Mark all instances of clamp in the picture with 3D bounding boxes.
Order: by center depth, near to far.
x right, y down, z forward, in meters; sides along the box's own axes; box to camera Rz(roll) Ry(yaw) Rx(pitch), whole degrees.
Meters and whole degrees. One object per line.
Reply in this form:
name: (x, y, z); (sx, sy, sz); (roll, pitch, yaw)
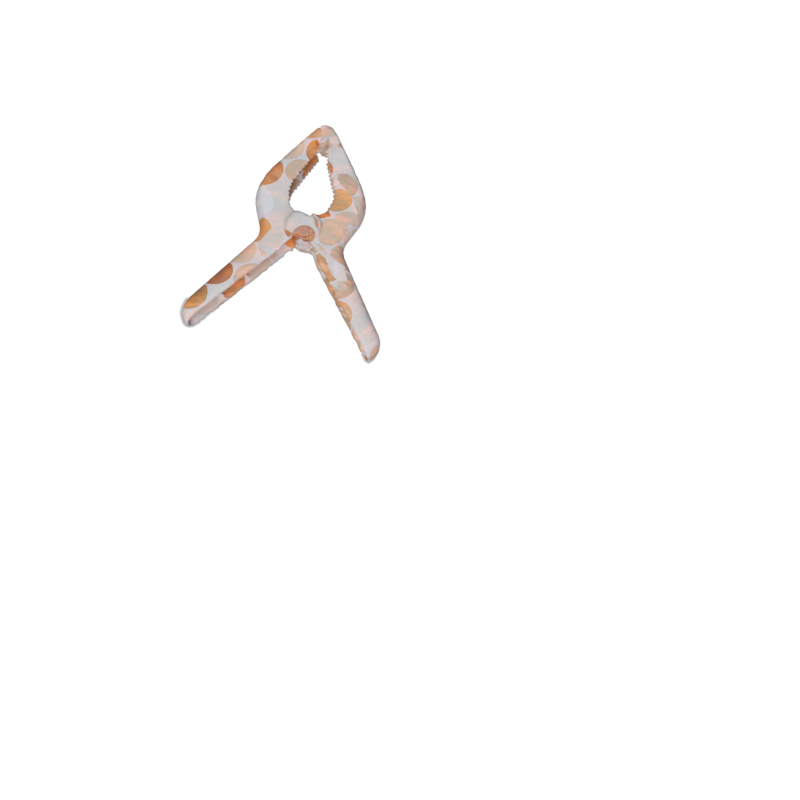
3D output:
clamp: (-0.074, -0.134, 0.939); (0.167, 0.218, 0.034); (16, -22, 7)
